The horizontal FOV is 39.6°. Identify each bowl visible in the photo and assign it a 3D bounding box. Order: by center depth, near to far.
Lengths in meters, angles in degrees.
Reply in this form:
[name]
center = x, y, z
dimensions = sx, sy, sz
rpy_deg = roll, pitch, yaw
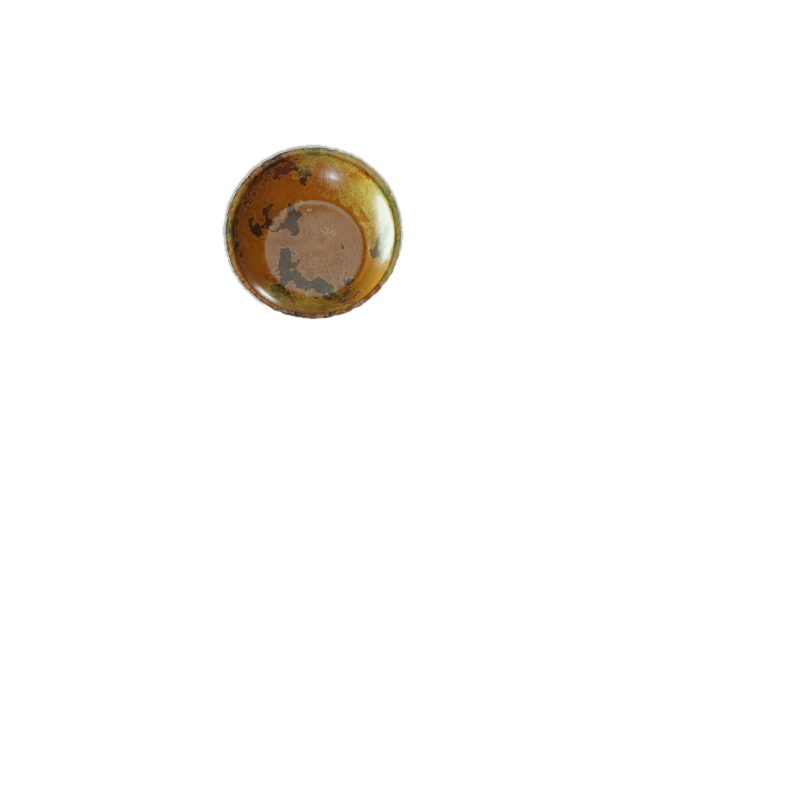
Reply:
[bowl]
center = -0.077, -0.140, 0.981
dimensions = 0.162, 0.156, 0.057
rpy_deg = 0, 17, -1
